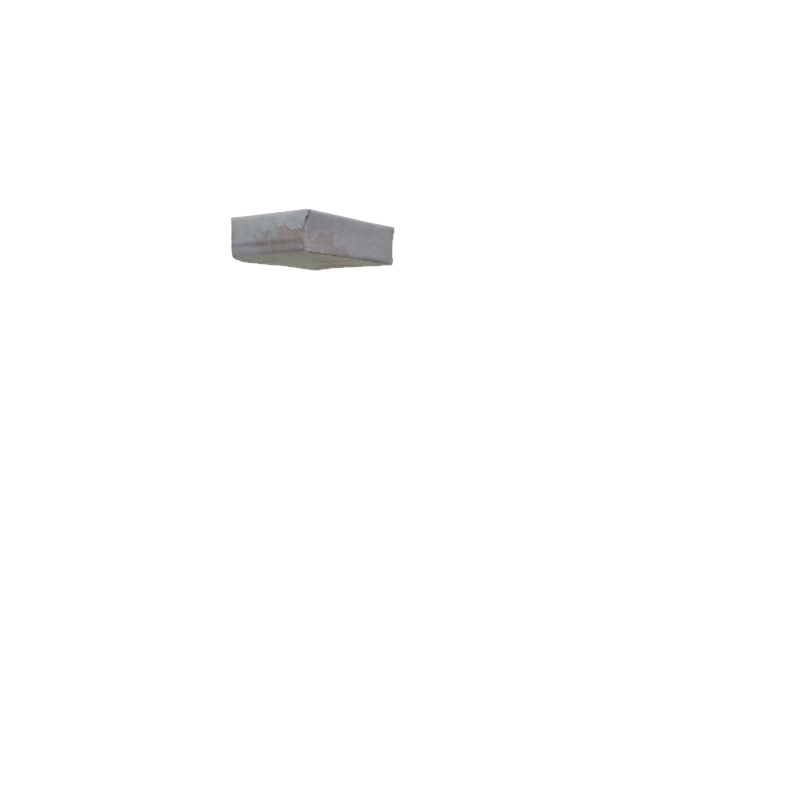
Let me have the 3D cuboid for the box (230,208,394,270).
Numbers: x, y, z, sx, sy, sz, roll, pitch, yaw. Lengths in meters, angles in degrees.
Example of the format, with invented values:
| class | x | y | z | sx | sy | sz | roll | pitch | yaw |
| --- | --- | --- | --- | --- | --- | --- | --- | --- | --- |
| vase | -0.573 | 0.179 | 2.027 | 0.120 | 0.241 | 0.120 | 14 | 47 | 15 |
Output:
| class | x | y | z | sx | sy | sz | roll | pitch | yaw |
| --- | --- | --- | --- | --- | --- | --- | --- | --- | --- |
| box | -0.074 | -0.134 | 0.938 | 0.093 | 0.039 | 0.109 | 0 | 0 | 40 |
